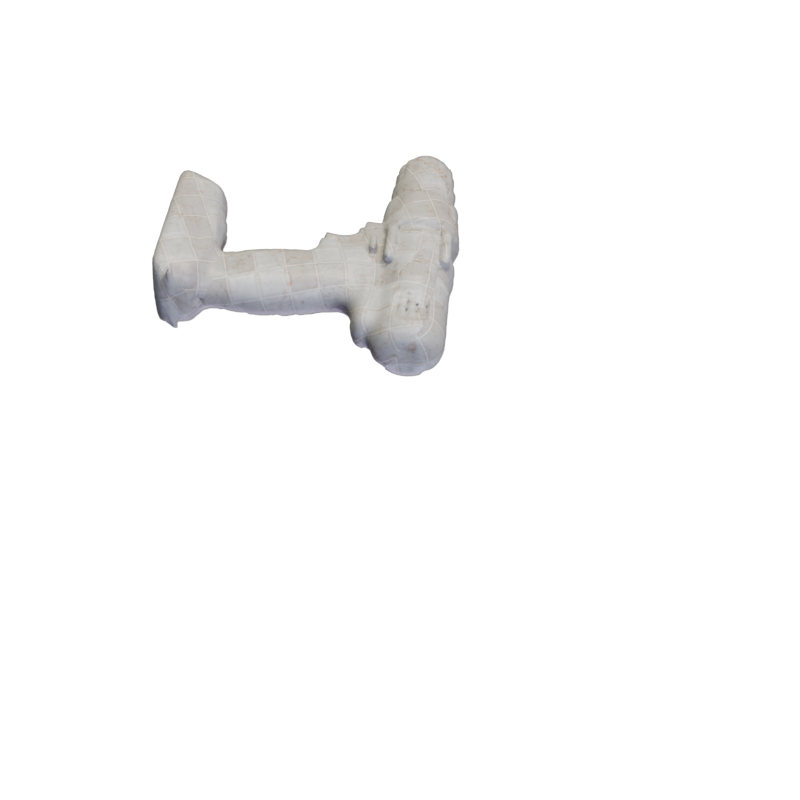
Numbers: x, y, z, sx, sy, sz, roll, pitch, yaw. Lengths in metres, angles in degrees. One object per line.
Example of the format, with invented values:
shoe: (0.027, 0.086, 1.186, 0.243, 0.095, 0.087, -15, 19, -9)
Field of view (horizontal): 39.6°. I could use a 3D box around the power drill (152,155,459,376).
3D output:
power drill: (-0.056, -0.102, 0.717, 0.189, 0.053, 0.196, 5, 45, 4)
